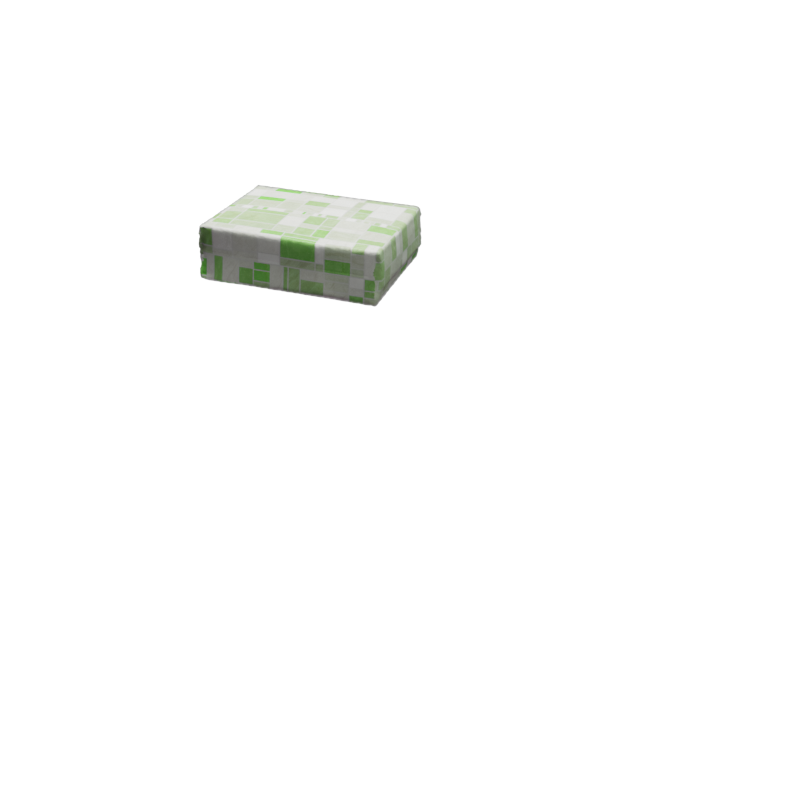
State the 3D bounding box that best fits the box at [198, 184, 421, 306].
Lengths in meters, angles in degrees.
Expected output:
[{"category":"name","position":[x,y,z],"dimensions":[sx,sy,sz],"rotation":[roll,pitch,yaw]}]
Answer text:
[{"category":"box","position":[-0.052,-0.096,0.669],"dimensions":[0.117,0.037,0.092],"rotation":[8,26,16]}]
